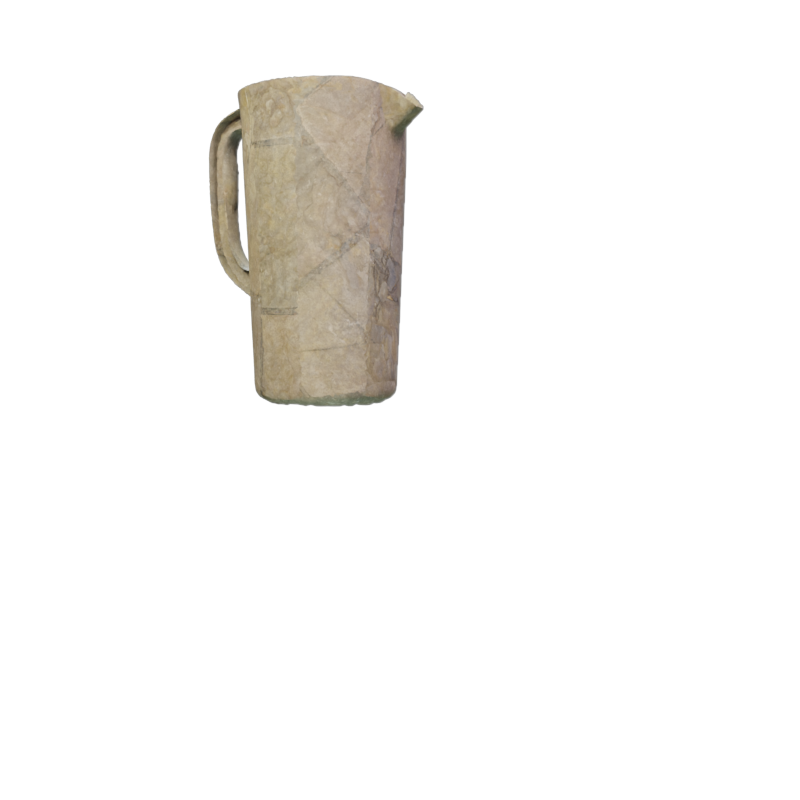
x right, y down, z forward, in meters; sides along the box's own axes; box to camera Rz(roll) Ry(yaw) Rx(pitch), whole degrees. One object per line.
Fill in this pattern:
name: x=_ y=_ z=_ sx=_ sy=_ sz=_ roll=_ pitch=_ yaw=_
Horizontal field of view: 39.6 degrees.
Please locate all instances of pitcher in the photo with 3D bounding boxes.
pitcher: x=-0.067 y=-0.122 z=0.853 sx=0.142 sy=0.244 sz=0.152 roll=0 pitch=-1 yaw=-16
